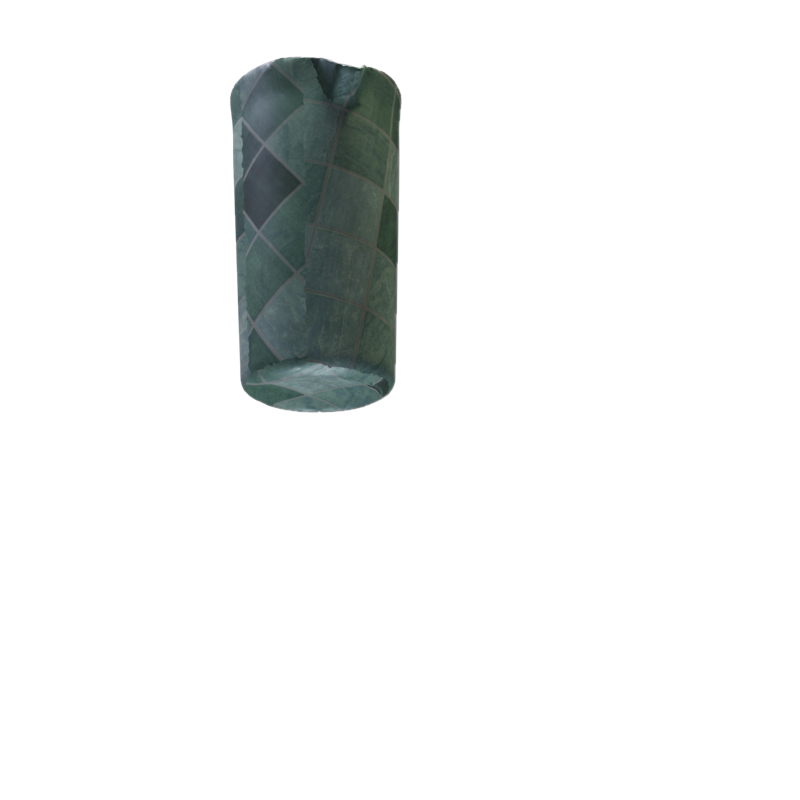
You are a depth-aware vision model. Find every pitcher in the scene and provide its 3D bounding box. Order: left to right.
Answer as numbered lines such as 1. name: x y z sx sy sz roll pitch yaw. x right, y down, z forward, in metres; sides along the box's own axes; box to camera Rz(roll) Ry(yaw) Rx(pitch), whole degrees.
1. pitcher: -0.064 -0.118 0.823 0.147 0.256 0.139 -11 -23 22
